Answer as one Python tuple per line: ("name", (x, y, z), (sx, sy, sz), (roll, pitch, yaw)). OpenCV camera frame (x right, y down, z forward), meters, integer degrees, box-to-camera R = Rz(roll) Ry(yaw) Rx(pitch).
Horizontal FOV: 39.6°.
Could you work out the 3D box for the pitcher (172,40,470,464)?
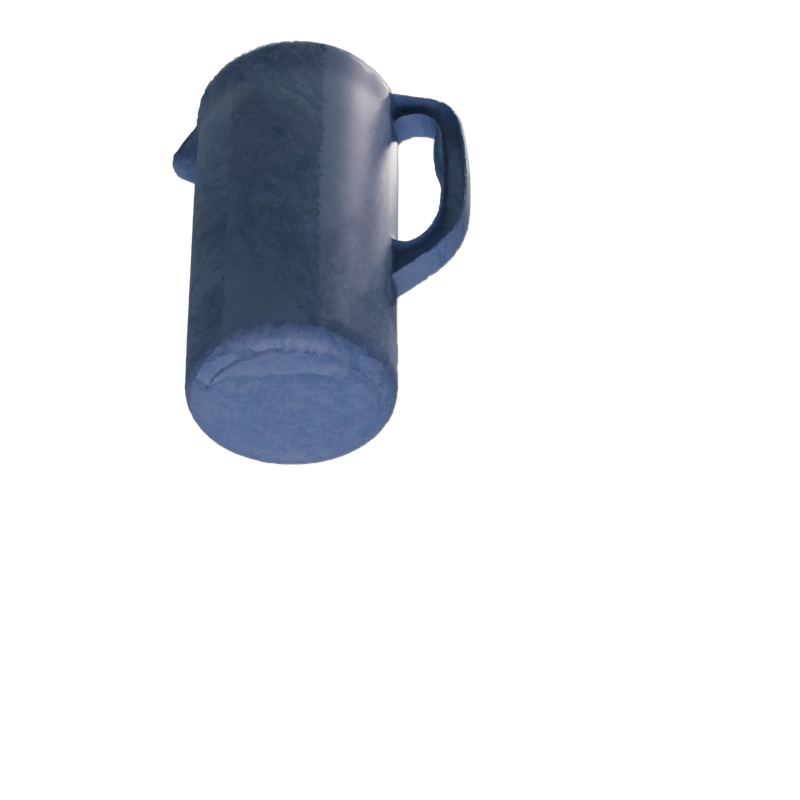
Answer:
("pitcher", (-0.050, -0.091, 0.639), (0.138, 0.261, 0.146), (24, -50, -26))
